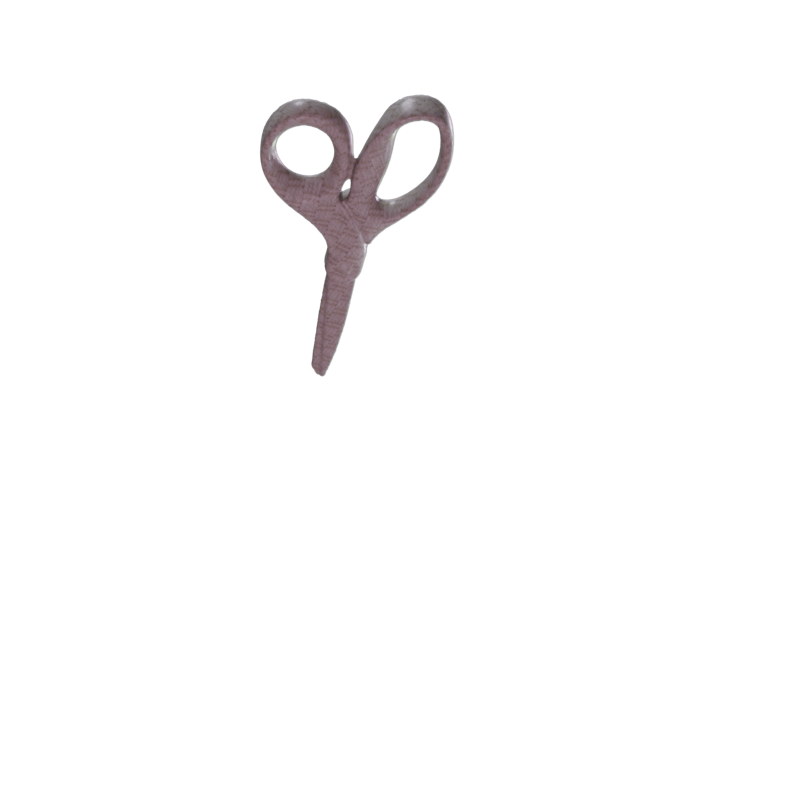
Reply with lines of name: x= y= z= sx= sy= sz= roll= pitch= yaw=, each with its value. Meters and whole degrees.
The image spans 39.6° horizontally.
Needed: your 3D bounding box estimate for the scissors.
scissors: x=-0.043 y=-0.078 z=0.548 sx=0.093 sy=0.017 sz=0.194 roll=17 pitch=-42 yaw=-20
